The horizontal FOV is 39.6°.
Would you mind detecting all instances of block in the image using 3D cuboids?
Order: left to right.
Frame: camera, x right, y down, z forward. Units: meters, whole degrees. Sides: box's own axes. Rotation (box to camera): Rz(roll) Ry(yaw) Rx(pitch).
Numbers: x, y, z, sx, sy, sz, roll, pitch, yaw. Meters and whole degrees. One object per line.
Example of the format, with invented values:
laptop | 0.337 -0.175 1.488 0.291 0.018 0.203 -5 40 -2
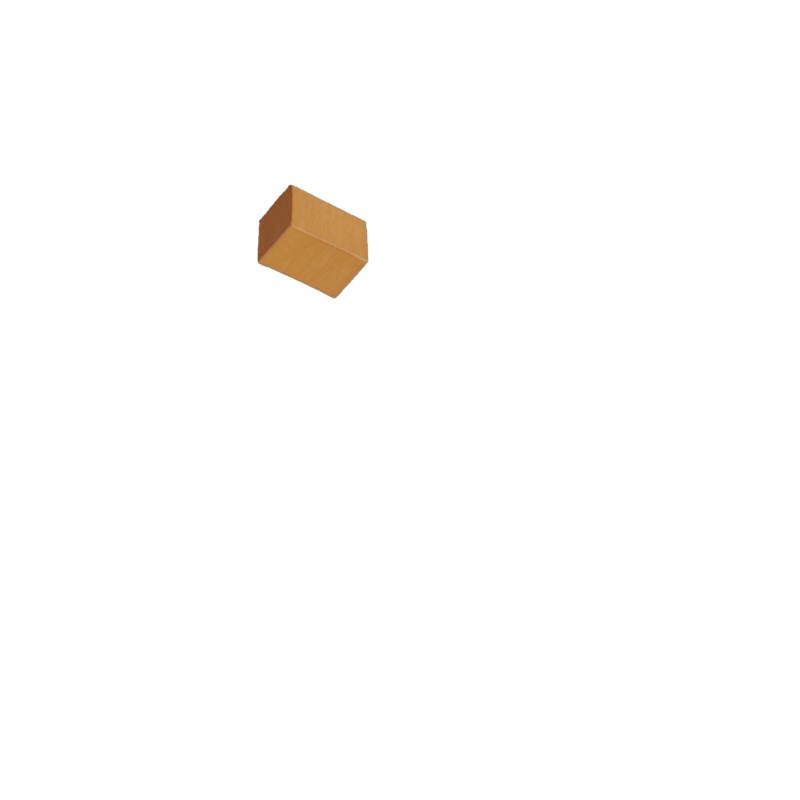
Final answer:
block | -0.072 -0.131 0.915 0.074 0.055 0.051 25 -50 -25
